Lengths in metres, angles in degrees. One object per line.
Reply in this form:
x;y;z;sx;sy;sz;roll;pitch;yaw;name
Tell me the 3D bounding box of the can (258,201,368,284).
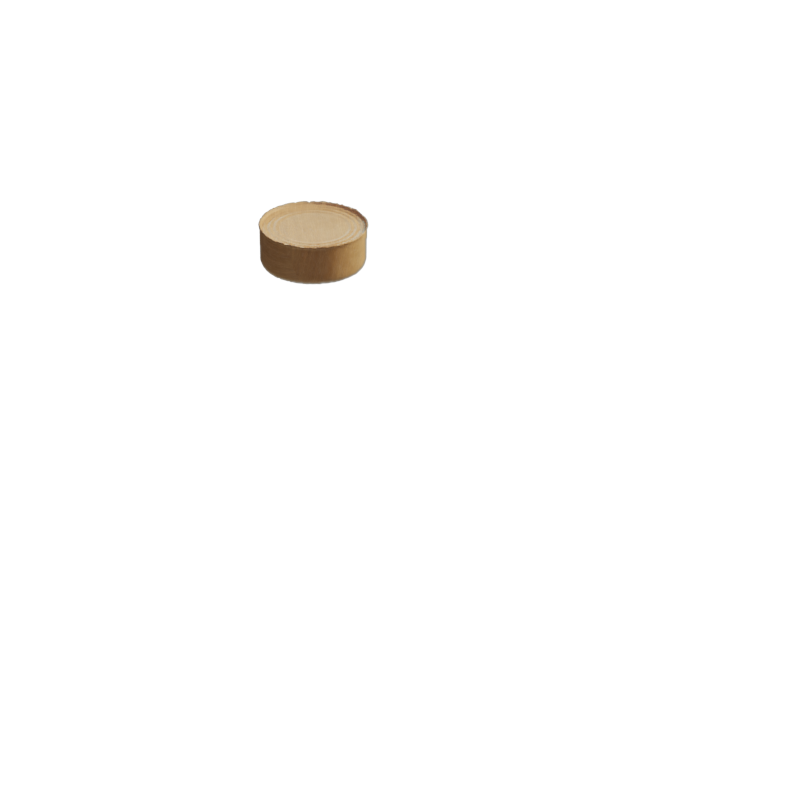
-0.068;-0.125;0.873;0.086;0.032;0.091;-1;32;-2;can
